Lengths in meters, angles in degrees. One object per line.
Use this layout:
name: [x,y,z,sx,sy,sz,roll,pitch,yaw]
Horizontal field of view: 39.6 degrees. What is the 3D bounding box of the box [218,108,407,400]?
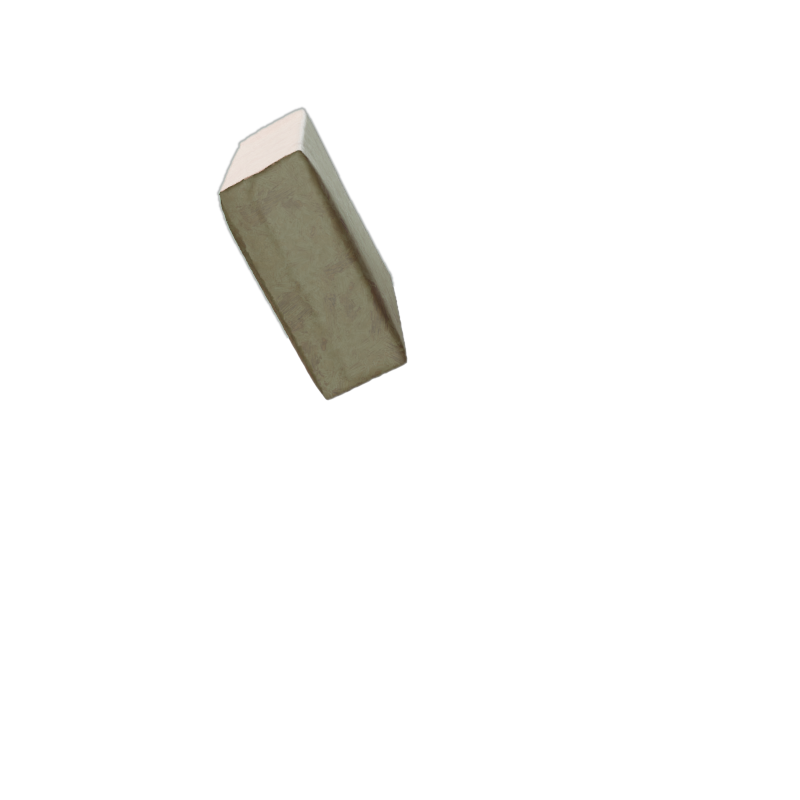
box: [-0.065,-0.118,0.827,0.072,0.158,0.223,-26,18,6]
